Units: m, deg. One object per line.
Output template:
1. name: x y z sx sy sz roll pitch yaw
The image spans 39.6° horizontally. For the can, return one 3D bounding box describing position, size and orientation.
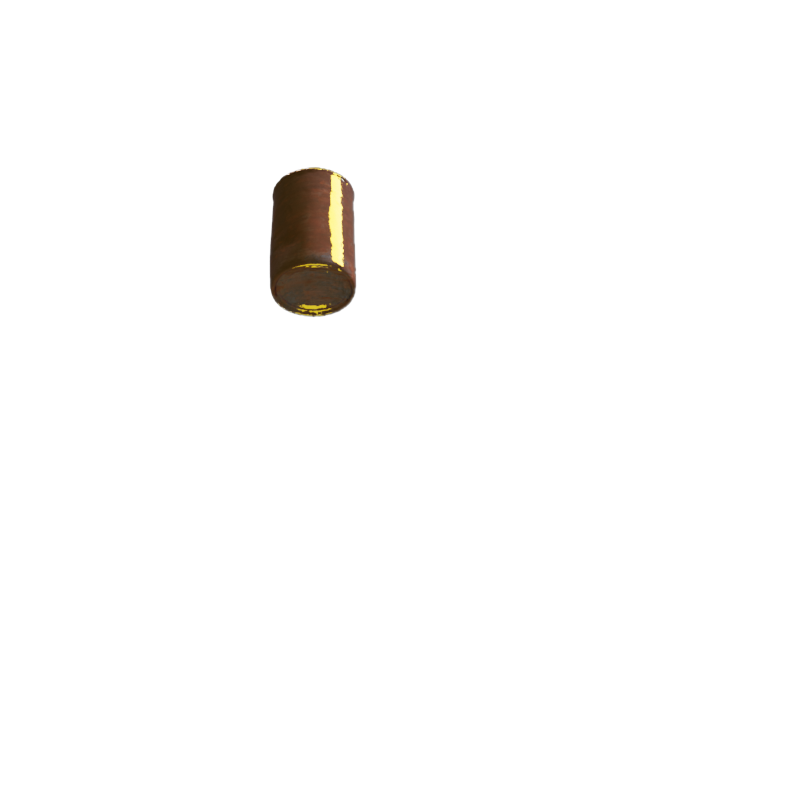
1. can: -0.069 -0.126 0.883 0.068 0.110 0.064 -1 -38 -3
